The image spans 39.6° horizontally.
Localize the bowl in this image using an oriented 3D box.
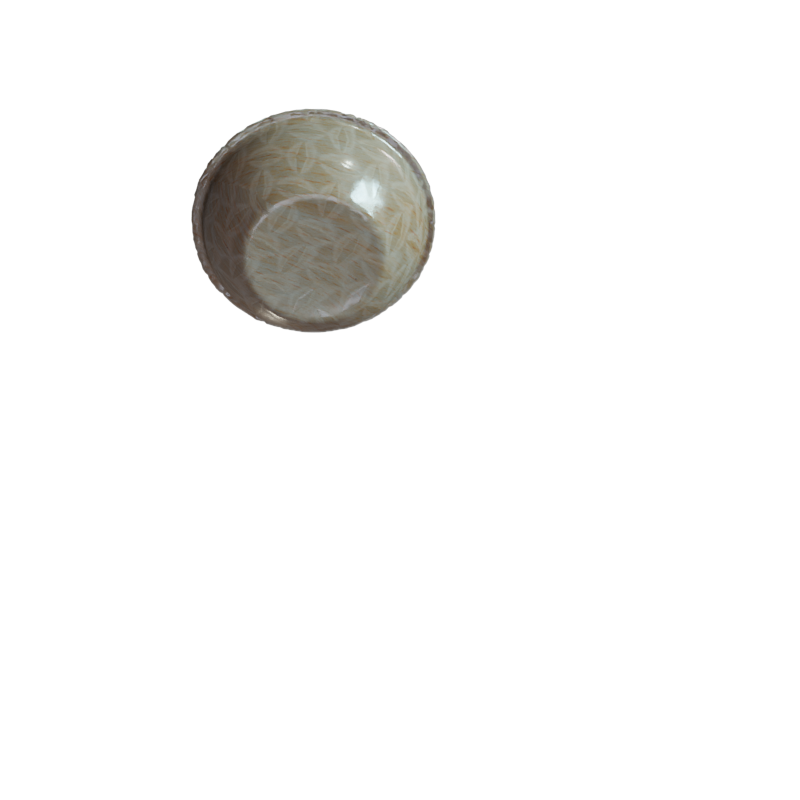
[{"bbox_3d":[-0.056,-0.101,0.709,0.162,0.153,0.058,1,28,-1],"label":"bowl"}]
